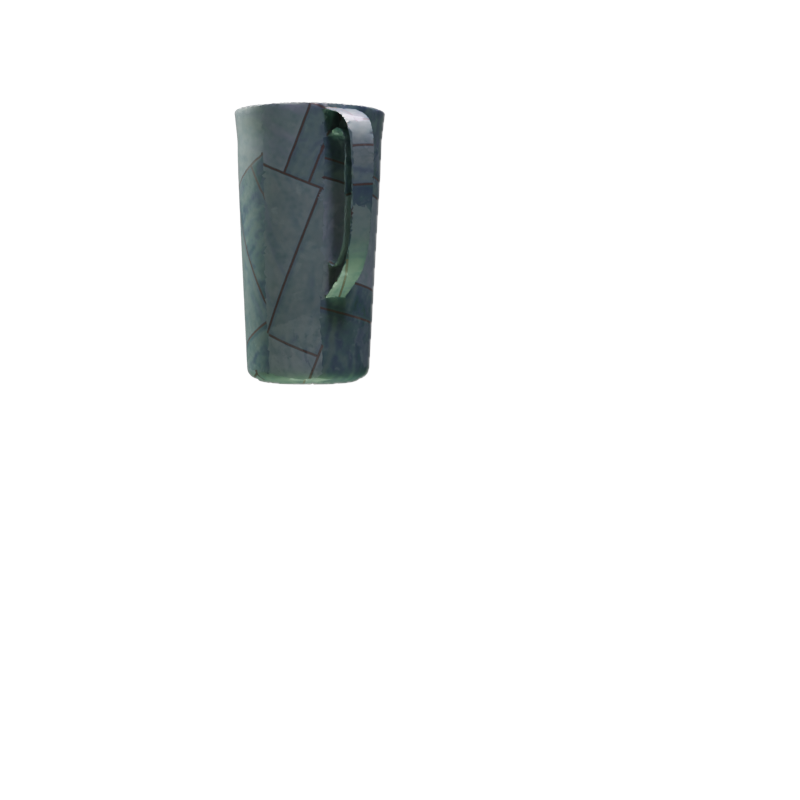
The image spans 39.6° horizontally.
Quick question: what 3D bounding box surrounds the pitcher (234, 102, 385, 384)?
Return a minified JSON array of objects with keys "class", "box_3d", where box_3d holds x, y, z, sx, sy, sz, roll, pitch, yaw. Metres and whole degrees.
[{"class":"pitcher","box_3d":[-0.076,-0.138,0.969,0.148,0.244,0.146,0,0,17]}]
